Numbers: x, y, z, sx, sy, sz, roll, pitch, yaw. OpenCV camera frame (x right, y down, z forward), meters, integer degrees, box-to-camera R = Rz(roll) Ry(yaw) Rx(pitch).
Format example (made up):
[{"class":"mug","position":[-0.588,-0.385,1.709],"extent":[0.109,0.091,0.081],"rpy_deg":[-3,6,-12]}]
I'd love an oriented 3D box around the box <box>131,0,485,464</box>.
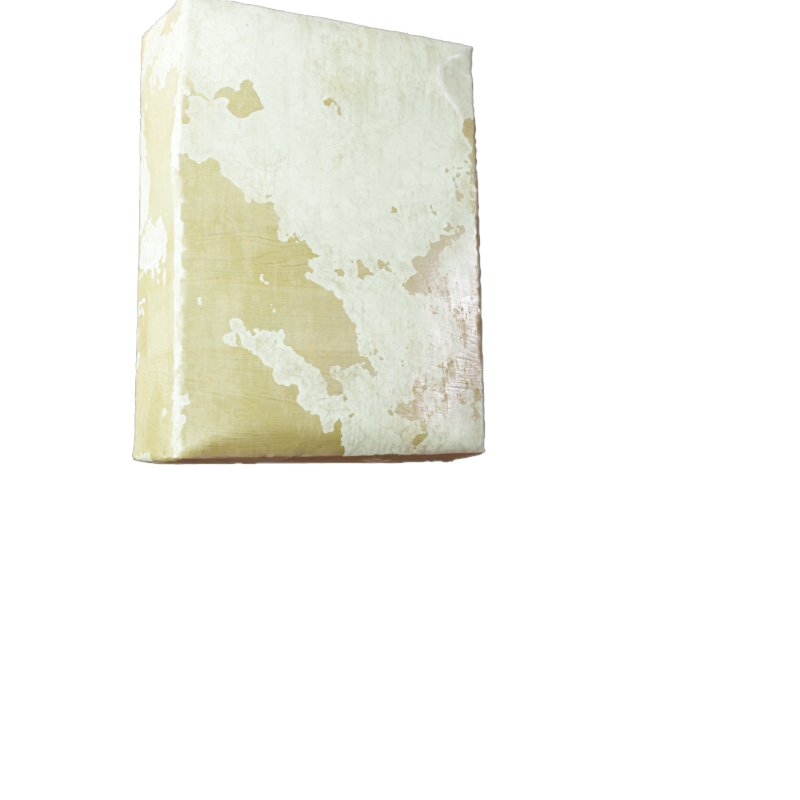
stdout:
[{"class":"box","position":[-0.043,-0.078,0.545],"extent":[0.158,0.219,0.073],"rpy_deg":[3,-10,-27]}]
